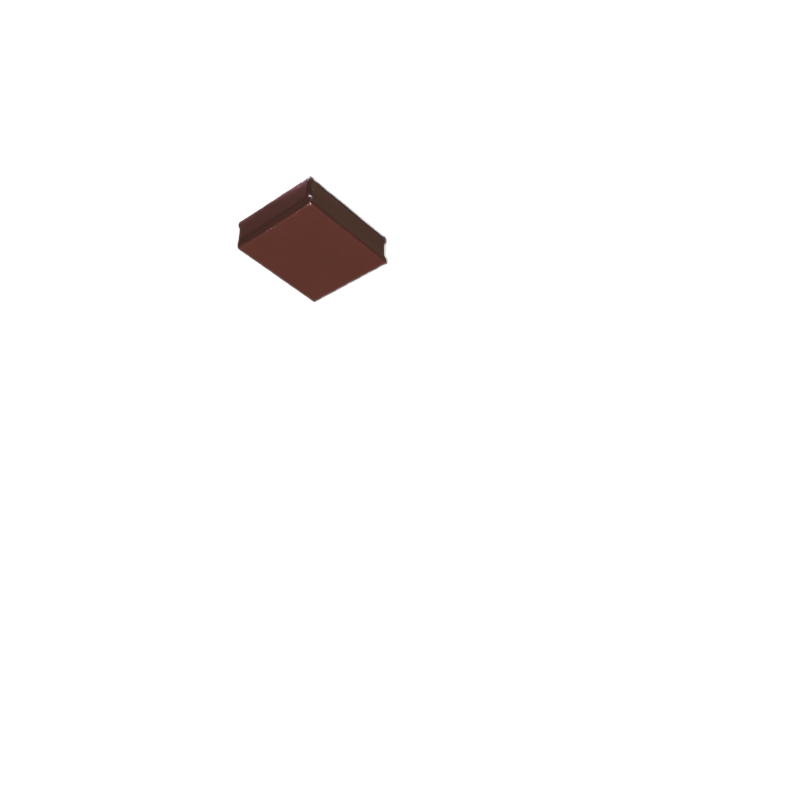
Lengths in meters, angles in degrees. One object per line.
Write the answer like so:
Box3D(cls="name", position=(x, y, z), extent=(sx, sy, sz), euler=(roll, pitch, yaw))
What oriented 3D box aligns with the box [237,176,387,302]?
Box3D(cls="box", position=(-0.064, -0.117, 0.822), extent=(0.073, 0.032, 0.083), euler=(-28, -45, 31))
